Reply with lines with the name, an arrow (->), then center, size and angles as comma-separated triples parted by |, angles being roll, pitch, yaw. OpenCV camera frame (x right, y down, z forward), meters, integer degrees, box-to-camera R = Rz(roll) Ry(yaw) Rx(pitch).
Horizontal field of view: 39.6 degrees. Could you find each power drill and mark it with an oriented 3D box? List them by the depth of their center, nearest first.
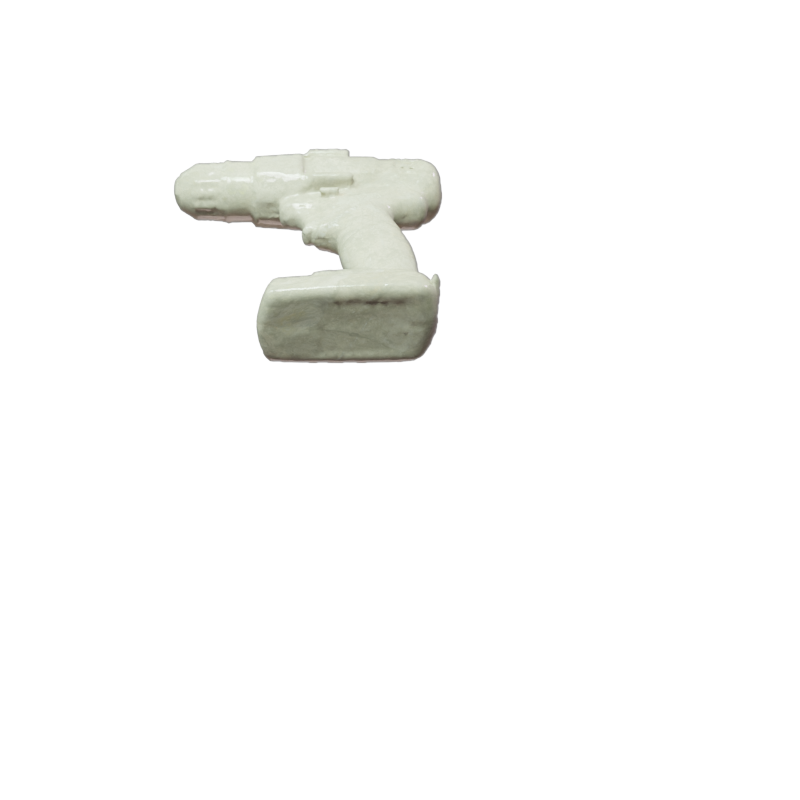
power drill -> -0.056, -0.101, 0.709 | 0.183, 0.054, 0.201 | -3, 38, -4
